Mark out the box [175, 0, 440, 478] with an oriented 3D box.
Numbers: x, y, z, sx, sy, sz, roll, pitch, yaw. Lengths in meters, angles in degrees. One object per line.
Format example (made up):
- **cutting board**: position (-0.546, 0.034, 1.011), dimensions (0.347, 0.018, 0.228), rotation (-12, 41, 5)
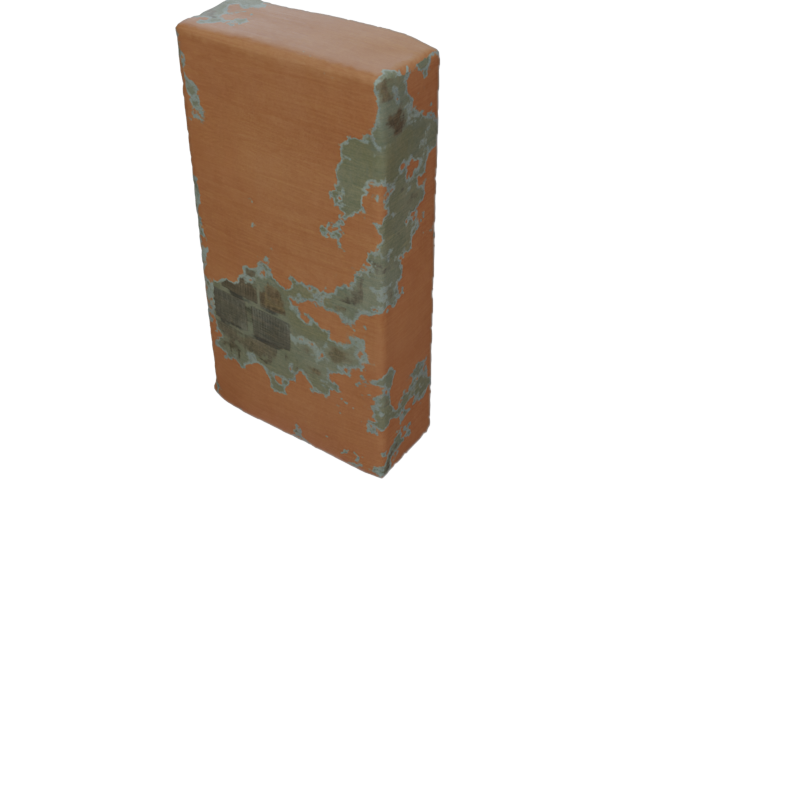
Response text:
- **box**: position (-0.034, -0.062, 0.435), dimensions (0.098, 0.165, 0.048), rotation (24, 39, 28)
